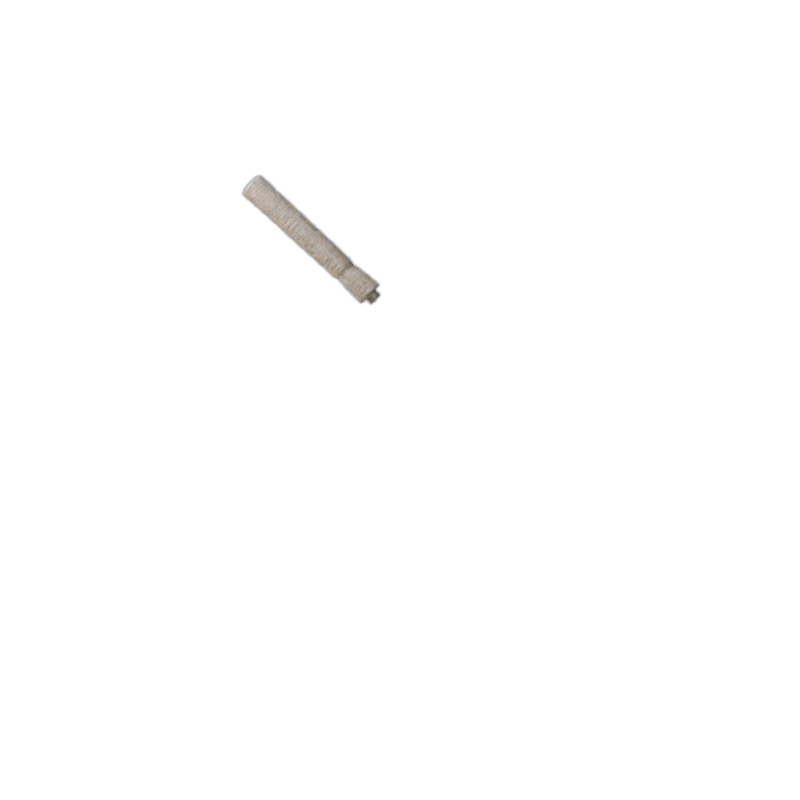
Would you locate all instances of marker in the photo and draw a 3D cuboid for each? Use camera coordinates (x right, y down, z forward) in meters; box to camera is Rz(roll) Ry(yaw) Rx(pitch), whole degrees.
[{"bbox_3d":[-0.061,-0.112,0.781,0.124,0.020,0.019,43,10,9],"label":"marker"}]
